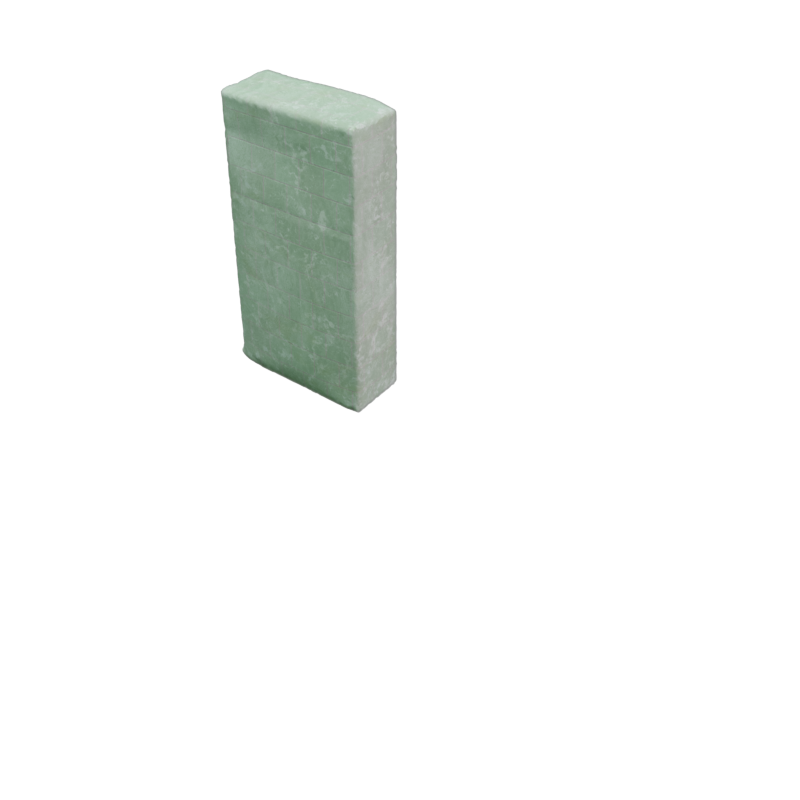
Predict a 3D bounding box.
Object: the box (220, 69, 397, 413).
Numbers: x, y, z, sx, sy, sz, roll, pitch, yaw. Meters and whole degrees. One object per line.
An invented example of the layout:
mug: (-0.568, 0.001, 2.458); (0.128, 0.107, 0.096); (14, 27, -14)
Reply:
box: (-0.048, -0.088, 0.619); (0.099, 0.166, 0.048); (24, 37, 32)
